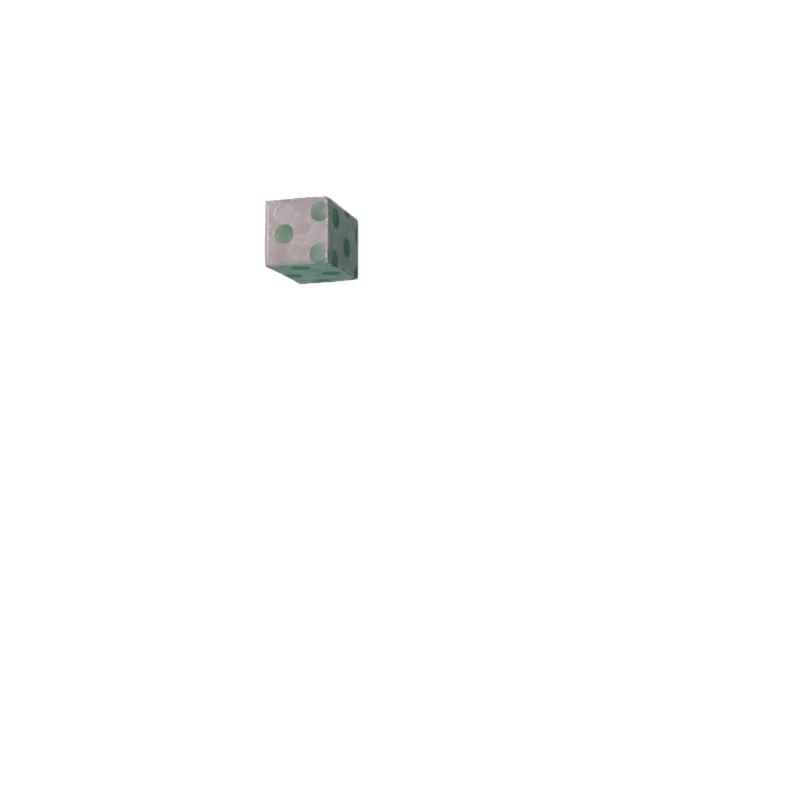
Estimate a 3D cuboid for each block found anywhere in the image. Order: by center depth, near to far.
[{"bbox_3d":[-0.067,-0.123,0.861,0.054,0.053,0.075,-3,-8,15],"label":"block"}]
